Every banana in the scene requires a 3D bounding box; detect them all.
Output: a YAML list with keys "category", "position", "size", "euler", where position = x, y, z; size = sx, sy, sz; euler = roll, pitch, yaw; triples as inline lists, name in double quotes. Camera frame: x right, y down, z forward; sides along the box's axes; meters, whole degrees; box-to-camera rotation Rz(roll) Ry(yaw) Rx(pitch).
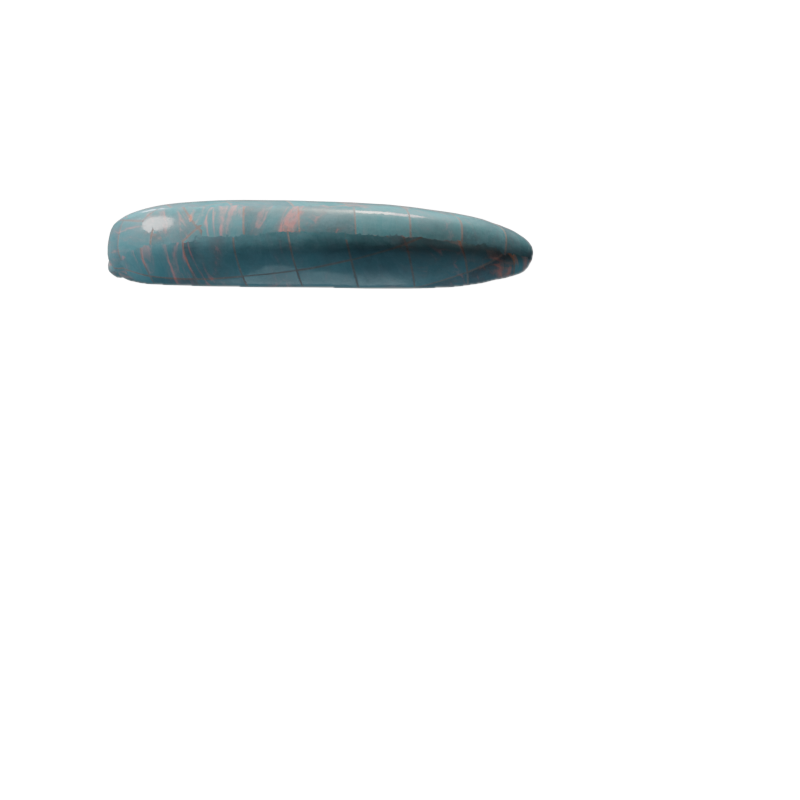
- category: "banana"
  position: [-0.045, -0.067, 0.473]
  size: [0.201, 0.036, 0.069]
  euler: [2, 9, 13]
